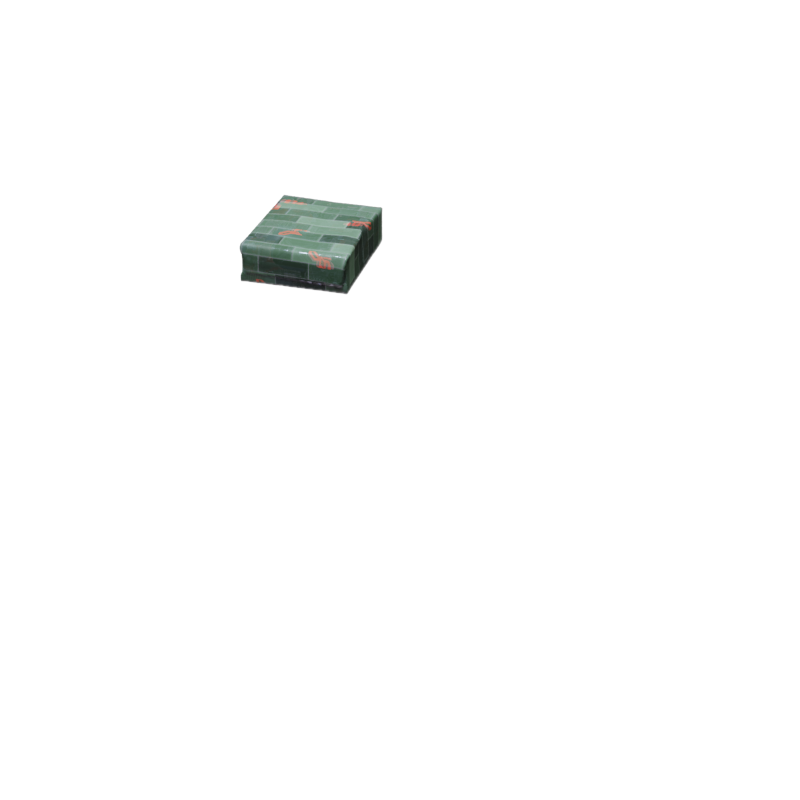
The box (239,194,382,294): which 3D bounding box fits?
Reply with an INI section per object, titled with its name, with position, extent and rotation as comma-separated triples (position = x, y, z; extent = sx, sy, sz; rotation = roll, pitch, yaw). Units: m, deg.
[box]
position = -0.058, -0.105, 0.739
extent = 0.075, 0.028, 0.092
rotation = 8, 31, 14
